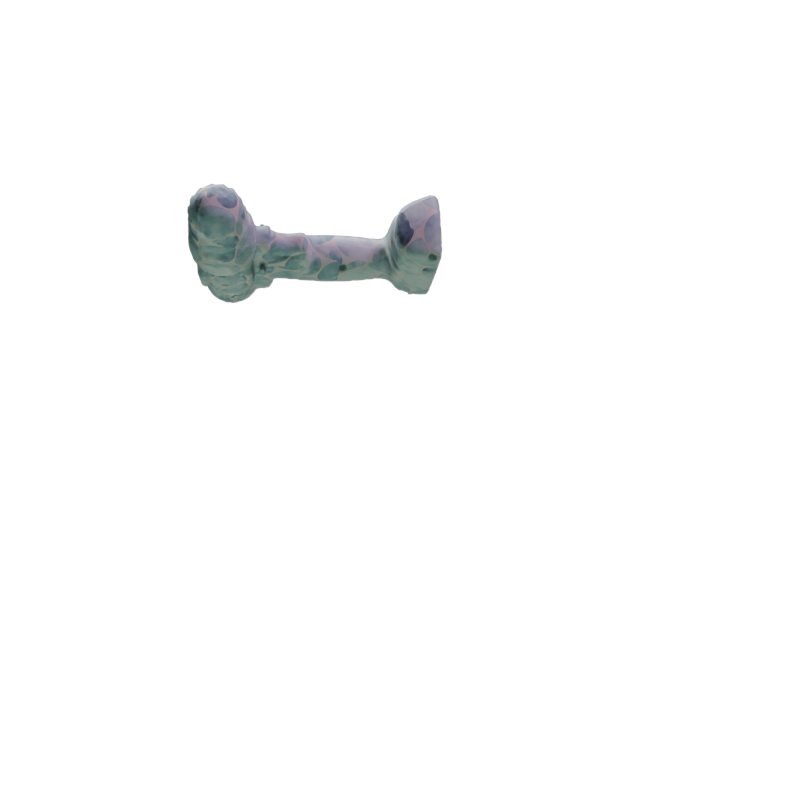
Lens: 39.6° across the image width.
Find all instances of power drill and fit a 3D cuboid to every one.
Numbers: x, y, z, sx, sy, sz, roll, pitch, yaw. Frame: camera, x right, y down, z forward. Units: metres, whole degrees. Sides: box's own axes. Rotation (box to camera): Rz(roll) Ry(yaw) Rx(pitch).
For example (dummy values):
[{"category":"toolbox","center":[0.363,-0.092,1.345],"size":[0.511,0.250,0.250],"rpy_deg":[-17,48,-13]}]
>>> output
[{"category":"power drill","center":[-0.066,-0.120,0.840],"size":[0.187,0.059,0.179],"rpy_deg":[0,-10,-2]}]
